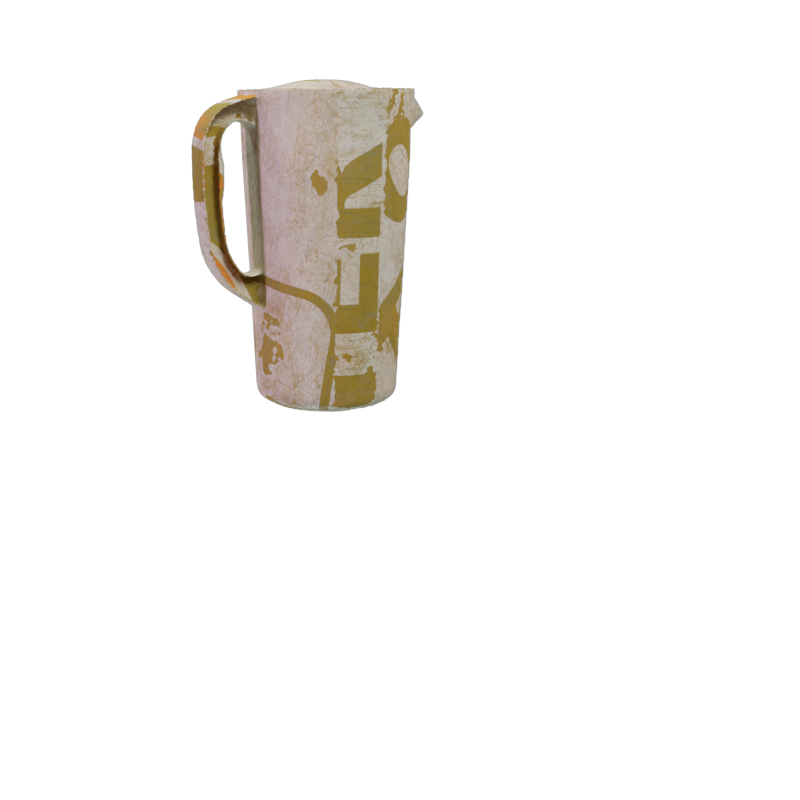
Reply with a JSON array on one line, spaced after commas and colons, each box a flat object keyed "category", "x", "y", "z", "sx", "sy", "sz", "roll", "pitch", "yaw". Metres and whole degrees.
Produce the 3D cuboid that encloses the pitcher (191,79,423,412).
[{"category": "pitcher", "x": -0.066, "y": -0.120, "z": 0.838, "sx": 0.152, "sy": 0.239, "sz": 0.145, "roll": 2, "pitch": 9, "yaw": 12}]
